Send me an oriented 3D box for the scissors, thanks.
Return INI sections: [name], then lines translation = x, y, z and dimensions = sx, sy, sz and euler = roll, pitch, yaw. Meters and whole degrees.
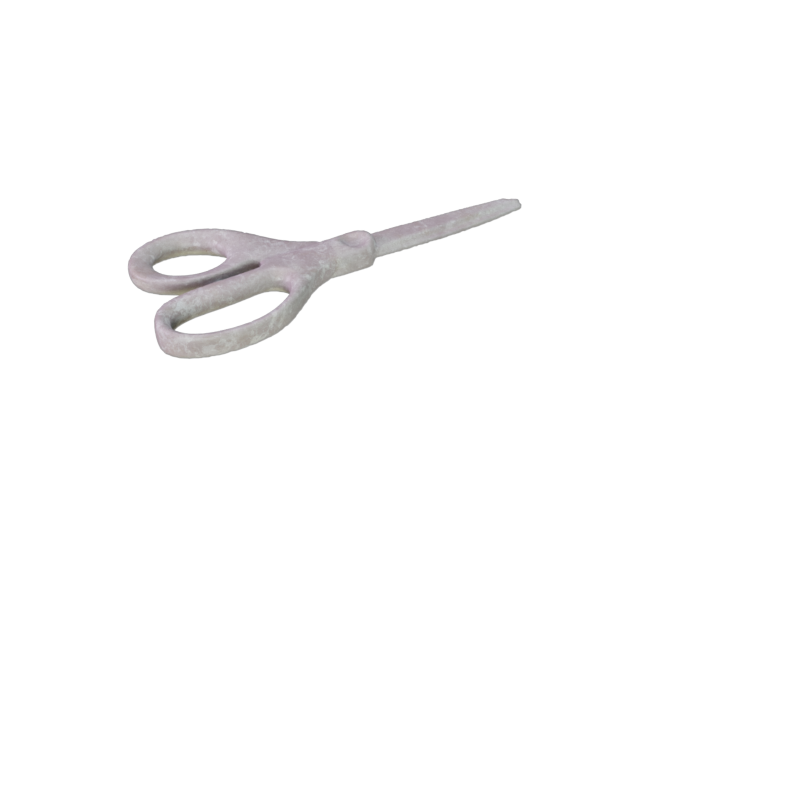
[scissors]
translation = -0.041, -0.075, 0.526
dimensions = 0.103, 0.015, 0.202
euler = 29, 45, 33
